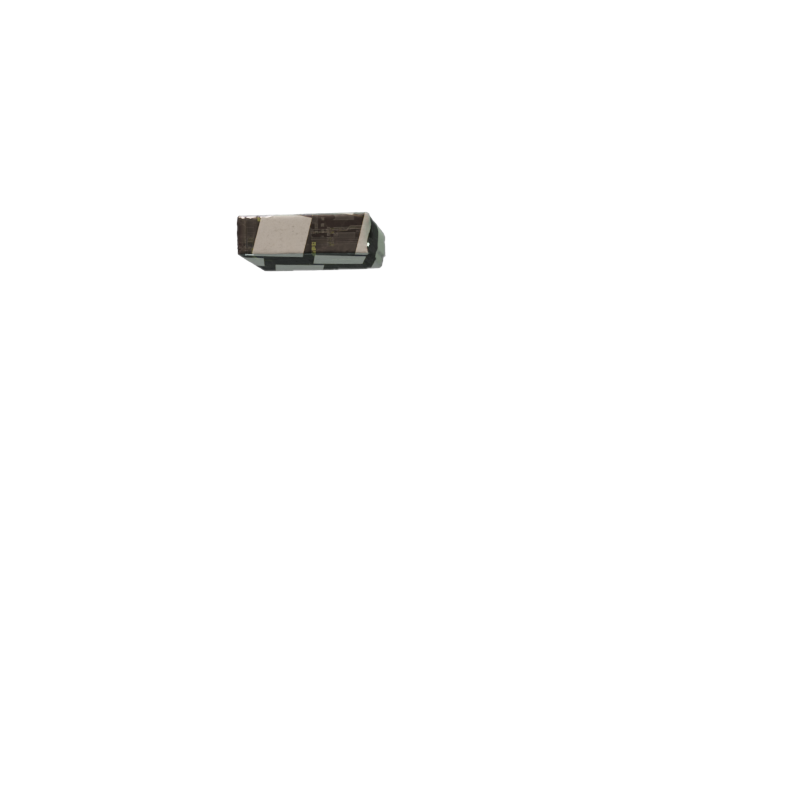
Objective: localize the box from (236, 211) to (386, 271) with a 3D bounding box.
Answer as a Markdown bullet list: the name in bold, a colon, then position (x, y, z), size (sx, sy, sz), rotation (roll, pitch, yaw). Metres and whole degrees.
- **box**: position (-0.058, -0.107, 0.749), size (0.090, 0.031, 0.071), rotation (0, -3, 10)
